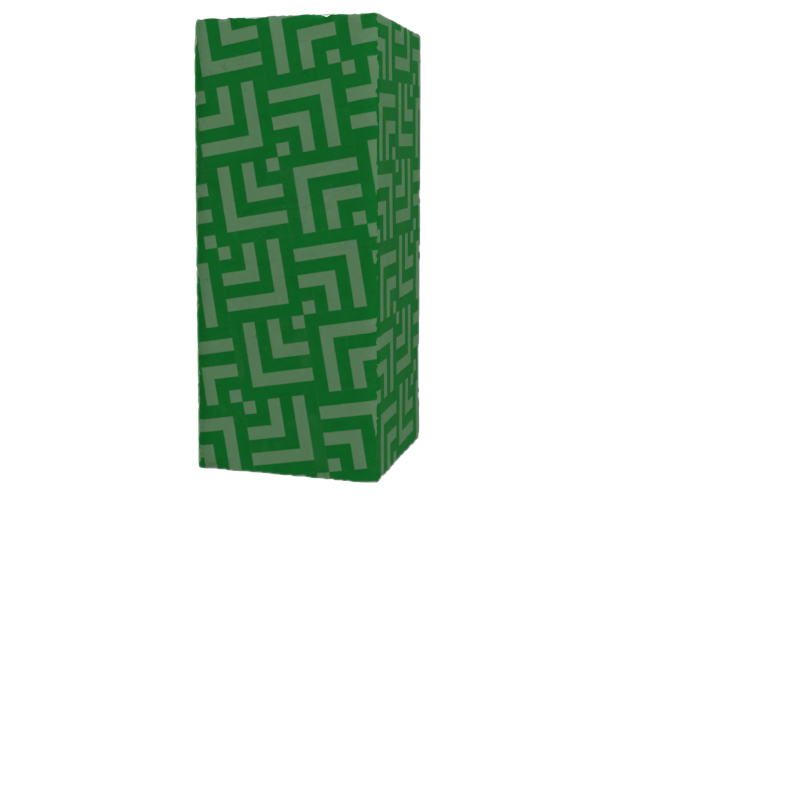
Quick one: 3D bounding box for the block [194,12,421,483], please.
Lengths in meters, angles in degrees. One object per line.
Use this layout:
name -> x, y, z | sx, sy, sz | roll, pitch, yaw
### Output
block -> -0.043, -0.077, 0.537 | 0.092, 0.204, 0.090 | 2, 6, 15
